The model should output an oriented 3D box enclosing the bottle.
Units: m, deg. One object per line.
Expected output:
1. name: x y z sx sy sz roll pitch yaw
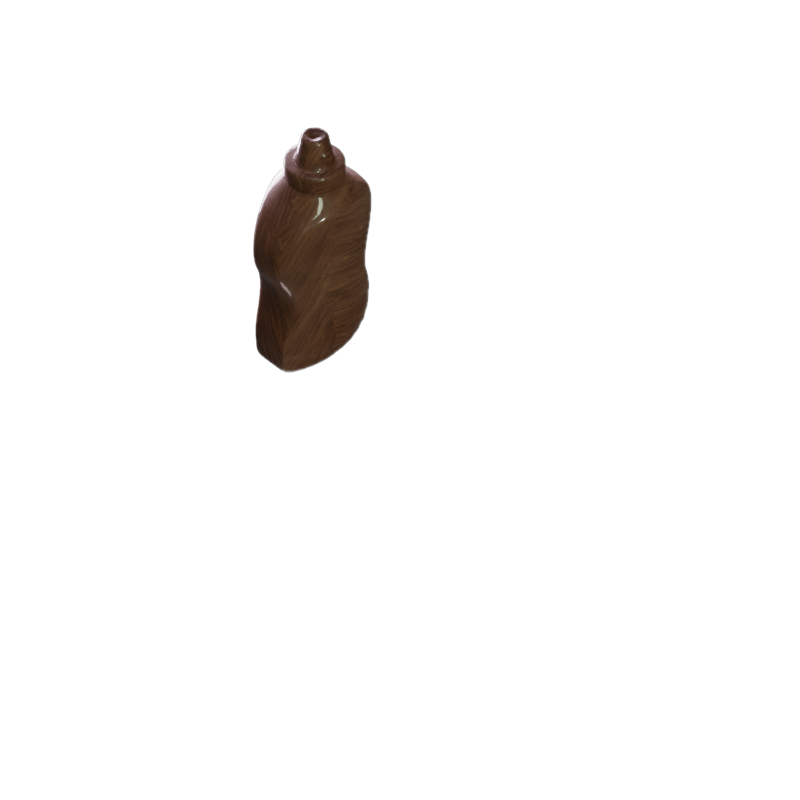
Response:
1. bottle: -0.060 -0.110 0.774 0.062 0.179 0.097 35 55 25
